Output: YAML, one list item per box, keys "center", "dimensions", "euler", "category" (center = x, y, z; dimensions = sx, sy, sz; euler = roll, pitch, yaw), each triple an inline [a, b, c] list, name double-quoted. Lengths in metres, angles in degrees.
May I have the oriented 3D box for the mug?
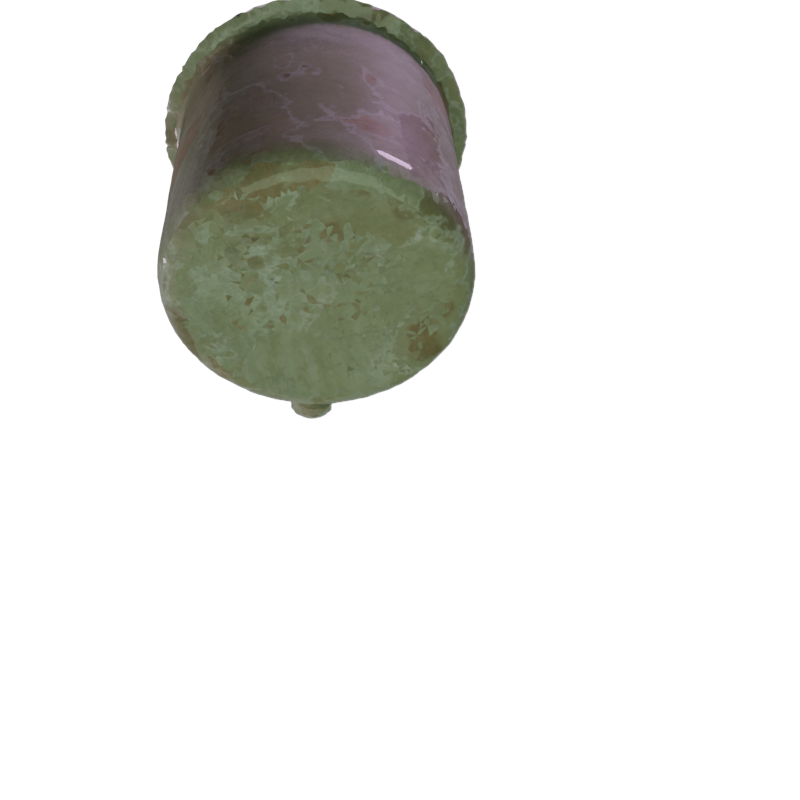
- center: [-0.025, -0.045, 0.318]
  dimensions: [0.093, 0.110, 0.087]
  euler: [3, 39, -5]
  category: "mug"
